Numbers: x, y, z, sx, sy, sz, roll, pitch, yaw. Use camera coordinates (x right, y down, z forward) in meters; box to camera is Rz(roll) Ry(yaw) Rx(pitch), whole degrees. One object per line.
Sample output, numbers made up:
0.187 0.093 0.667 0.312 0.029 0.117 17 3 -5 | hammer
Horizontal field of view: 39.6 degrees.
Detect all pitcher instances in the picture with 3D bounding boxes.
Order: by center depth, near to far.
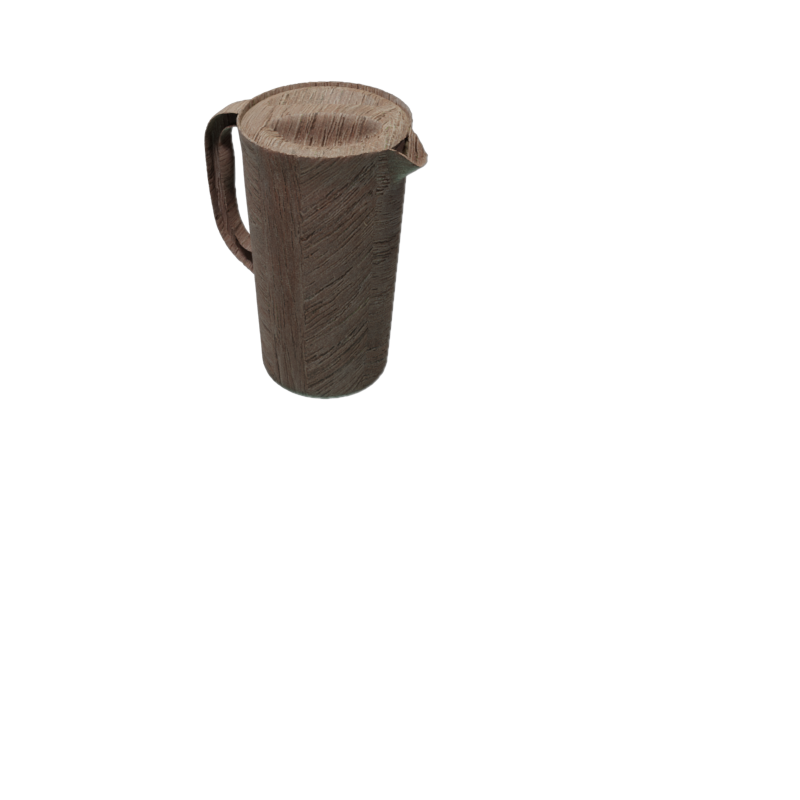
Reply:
-0.070 -0.128 0.896 0.143 0.228 0.161 -10 37 -17 | pitcher
